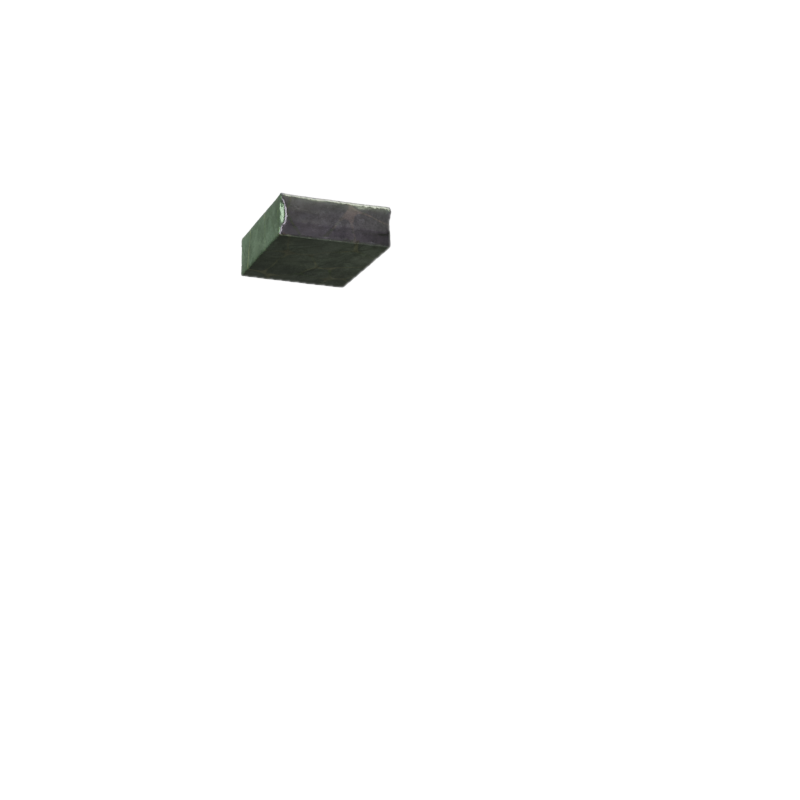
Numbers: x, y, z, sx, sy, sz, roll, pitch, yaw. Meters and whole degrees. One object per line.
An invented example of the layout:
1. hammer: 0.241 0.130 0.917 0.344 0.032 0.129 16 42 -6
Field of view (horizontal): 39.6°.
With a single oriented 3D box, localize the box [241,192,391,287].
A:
1. box: -0.055 -0.101 0.707 0.071 0.031 0.088 5 -15 -21
